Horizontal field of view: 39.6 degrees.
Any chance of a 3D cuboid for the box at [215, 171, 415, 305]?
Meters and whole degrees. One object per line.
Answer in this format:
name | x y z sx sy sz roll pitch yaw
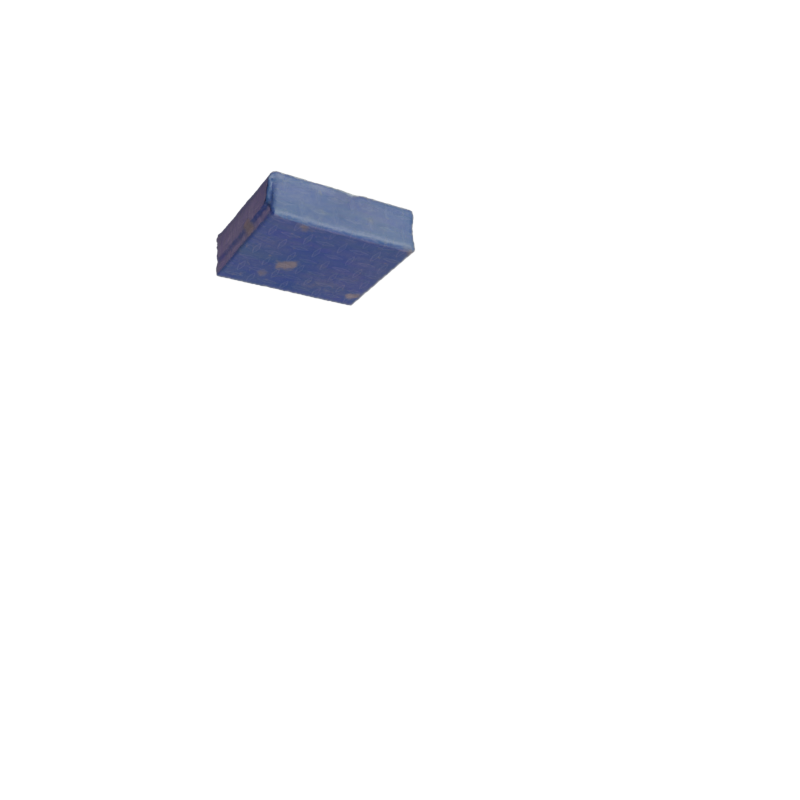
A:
box | -0.048 -0.088 0.613 0.086 0.032 0.072 13 -29 -25
